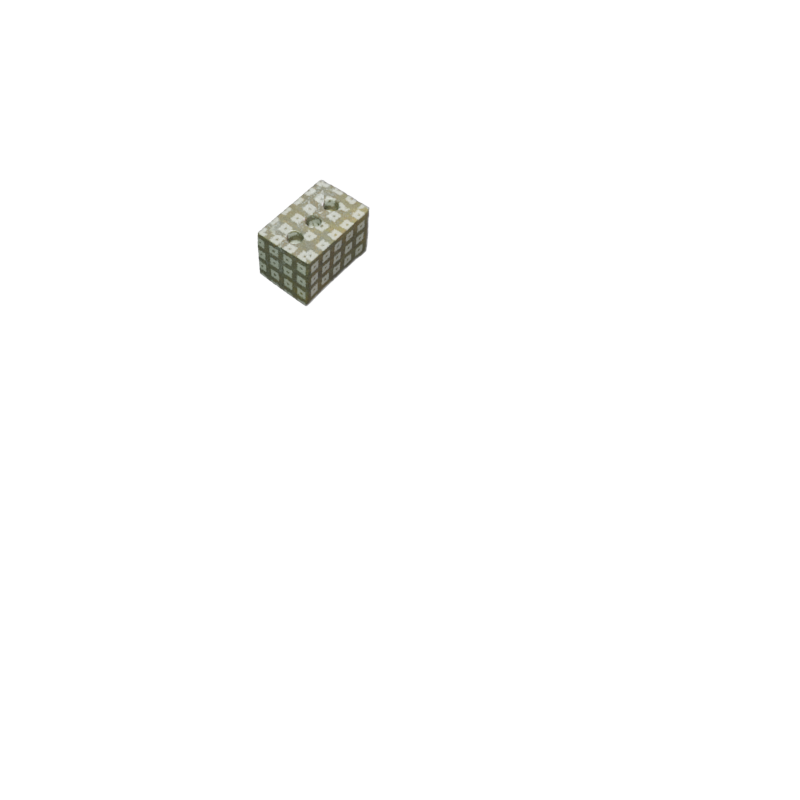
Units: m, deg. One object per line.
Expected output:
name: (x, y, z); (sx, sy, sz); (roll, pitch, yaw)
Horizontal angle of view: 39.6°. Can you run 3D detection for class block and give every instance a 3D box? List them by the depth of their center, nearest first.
block: (-0.069, -0.125, 0.877); (0.055, 0.079, 0.048); (32, -31, 20)
